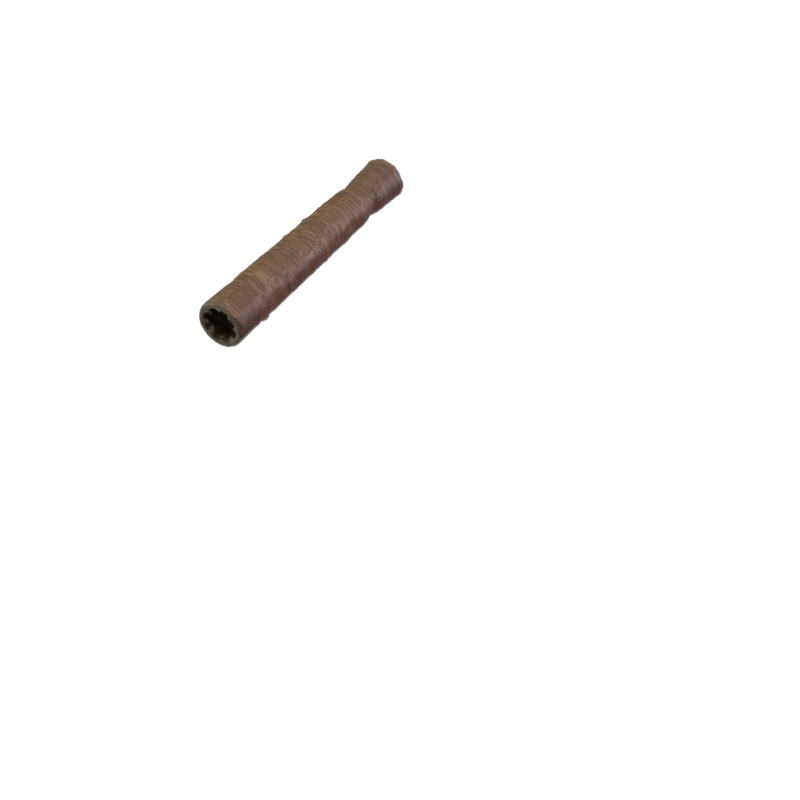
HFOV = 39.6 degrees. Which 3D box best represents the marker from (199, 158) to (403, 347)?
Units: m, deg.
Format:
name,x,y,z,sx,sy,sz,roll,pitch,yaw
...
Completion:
name,x,y,z,sx,sy,sz,roll,pitch,yaw
marker,-0.033,-0.061,0.427,0.020,0.019,0.124,2,36,35
